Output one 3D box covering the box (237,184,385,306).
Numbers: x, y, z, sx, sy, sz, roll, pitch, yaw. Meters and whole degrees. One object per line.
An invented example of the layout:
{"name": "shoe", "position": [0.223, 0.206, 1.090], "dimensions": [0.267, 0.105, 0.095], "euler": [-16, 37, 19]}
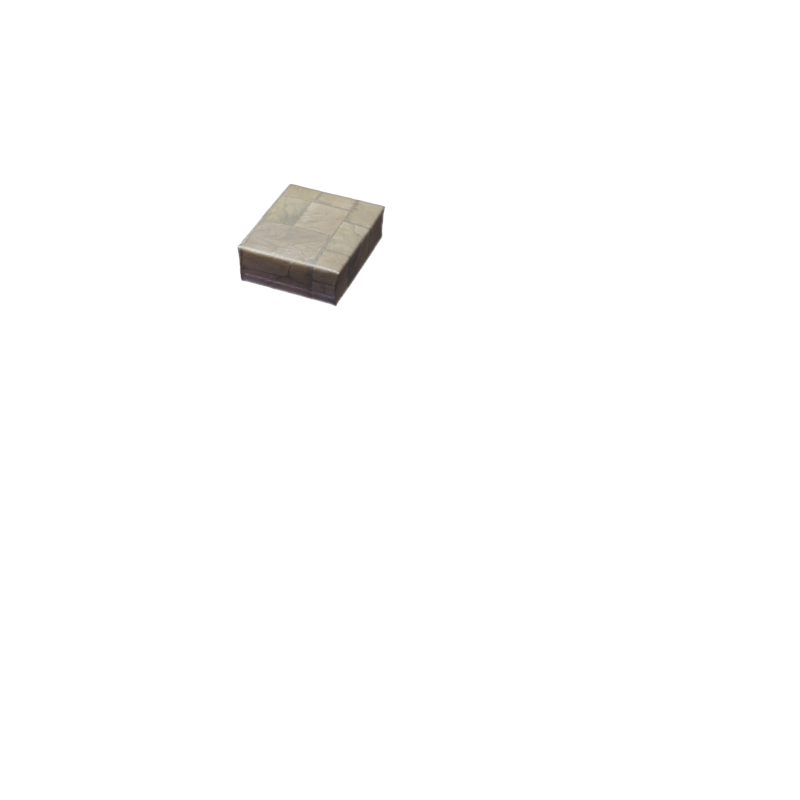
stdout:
{"name": "box", "position": [-0.073, -0.133, 0.931], "dimensions": [0.092, 0.036, 0.118], "euler": [13, 42, 15]}
